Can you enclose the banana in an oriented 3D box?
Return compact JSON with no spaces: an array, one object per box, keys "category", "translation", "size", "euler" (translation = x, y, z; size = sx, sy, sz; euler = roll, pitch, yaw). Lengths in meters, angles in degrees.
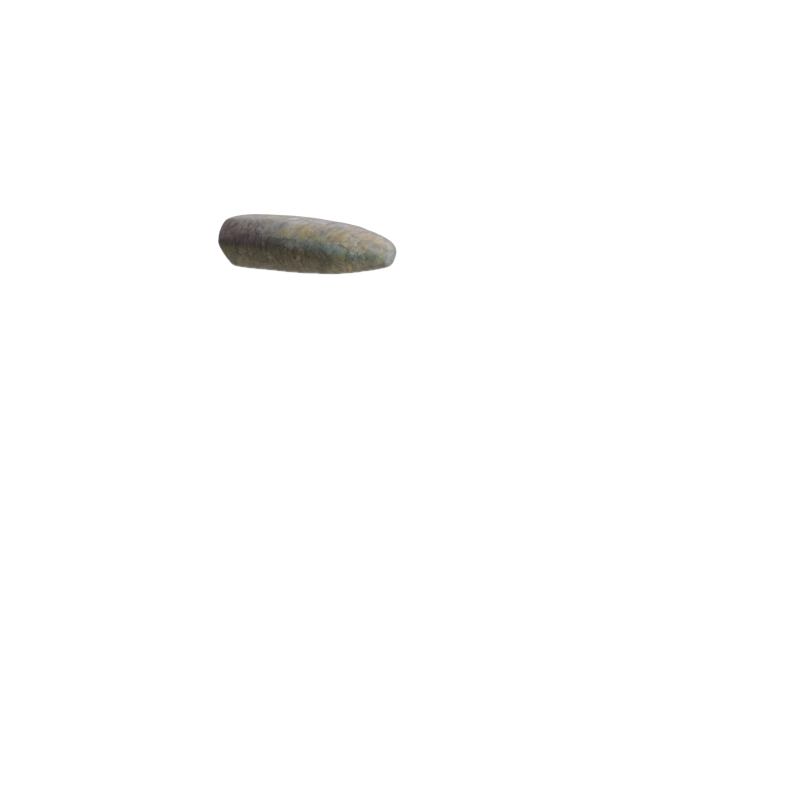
[{"category":"banana","translation":[-0.076,-0.104,0.733],"size":[0.068,0.036,0.206],"euler":[-4,10,-26]}]
